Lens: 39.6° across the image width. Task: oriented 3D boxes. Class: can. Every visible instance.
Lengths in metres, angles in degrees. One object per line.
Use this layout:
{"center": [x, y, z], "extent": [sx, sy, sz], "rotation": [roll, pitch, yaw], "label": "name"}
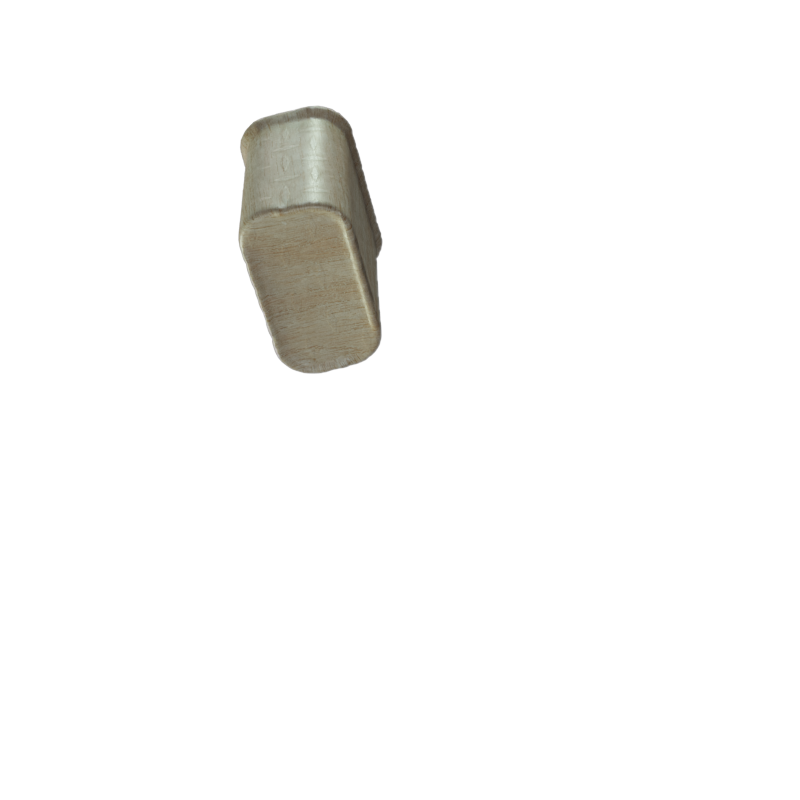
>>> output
{"center": [-0.042, -0.076, 0.536], "extent": [0.058, 0.094, 0.090], "rotation": [-12, 38, 6], "label": "can"}
